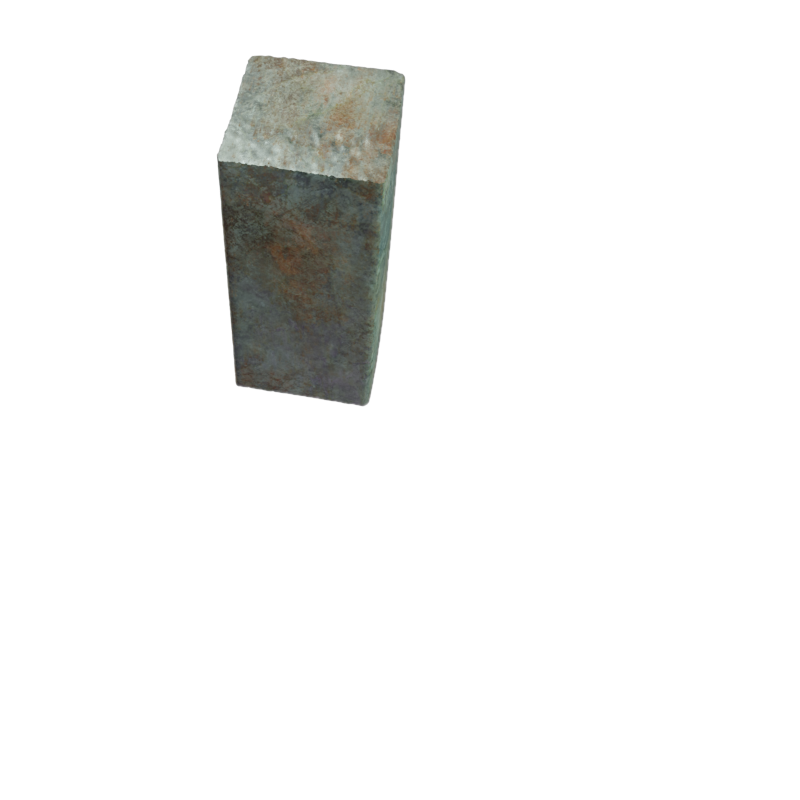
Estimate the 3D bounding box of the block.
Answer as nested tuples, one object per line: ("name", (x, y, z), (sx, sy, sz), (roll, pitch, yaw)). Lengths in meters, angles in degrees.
("block", (-0.052, -0.096, 0.669), (0.091, 0.096, 0.192), (9, -37, 3))
